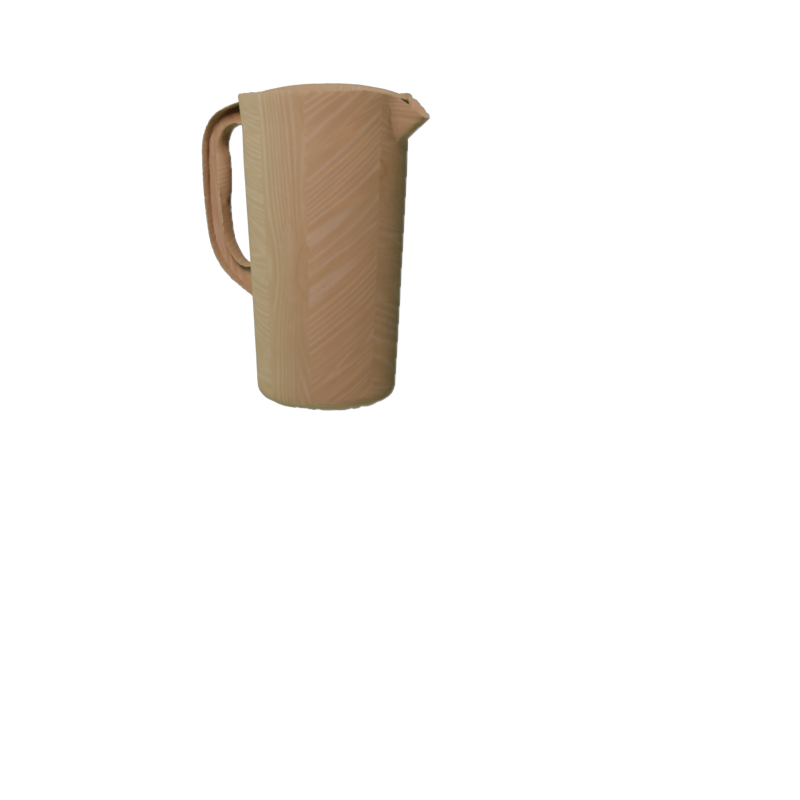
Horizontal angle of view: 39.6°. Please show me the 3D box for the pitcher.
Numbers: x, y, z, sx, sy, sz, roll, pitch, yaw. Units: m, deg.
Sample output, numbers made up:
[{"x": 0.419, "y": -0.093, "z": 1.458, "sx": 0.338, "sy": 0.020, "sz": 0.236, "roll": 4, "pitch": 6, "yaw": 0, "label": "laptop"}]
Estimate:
[{"x": -0.067, "y": -0.123, "z": 0.860, "sx": 0.141, "sy": 0.239, "sz": 0.156, "roll": -3, "pitch": 9, "yaw": -22, "label": "pitcher"}]
